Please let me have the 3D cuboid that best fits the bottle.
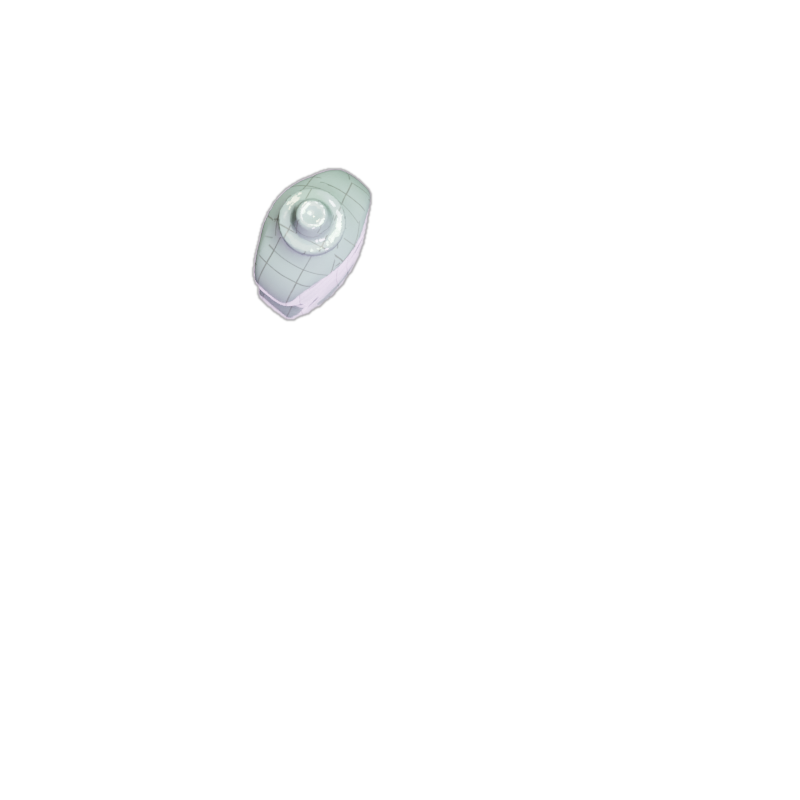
[{"bbox_3d":[-0.058,-0.106,0.741,0.059,0.097,0.190,40,-4,-2],"label":"bottle"}]
